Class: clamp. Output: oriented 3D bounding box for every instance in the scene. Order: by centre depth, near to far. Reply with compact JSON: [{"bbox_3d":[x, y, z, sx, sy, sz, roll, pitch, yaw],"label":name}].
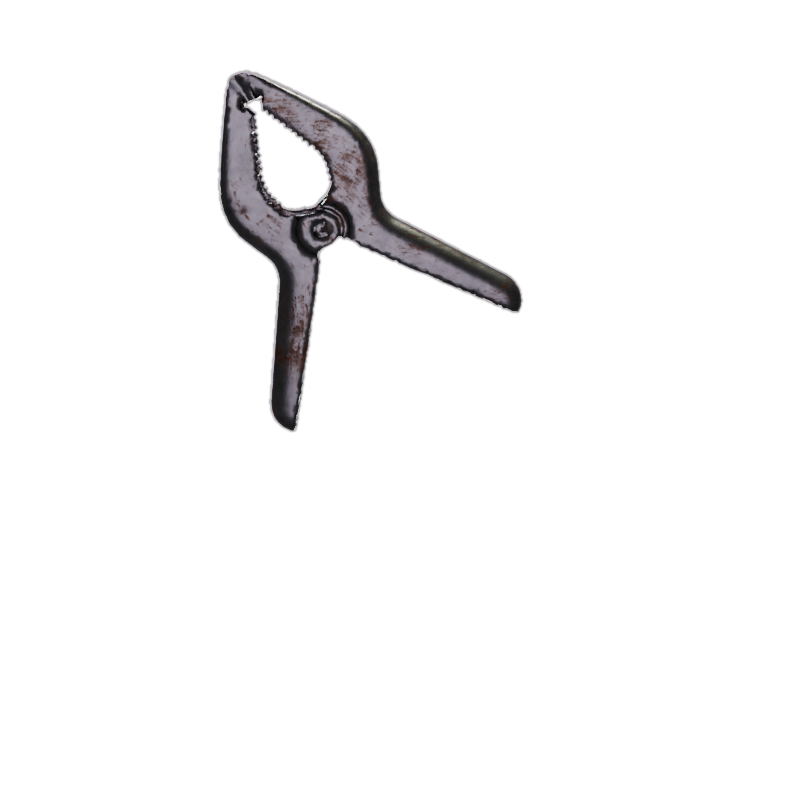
[{"bbox_3d":[-0.051,-0.093,0.652,0.164,0.206,0.037,-36,8,5],"label":"clamp"}]
